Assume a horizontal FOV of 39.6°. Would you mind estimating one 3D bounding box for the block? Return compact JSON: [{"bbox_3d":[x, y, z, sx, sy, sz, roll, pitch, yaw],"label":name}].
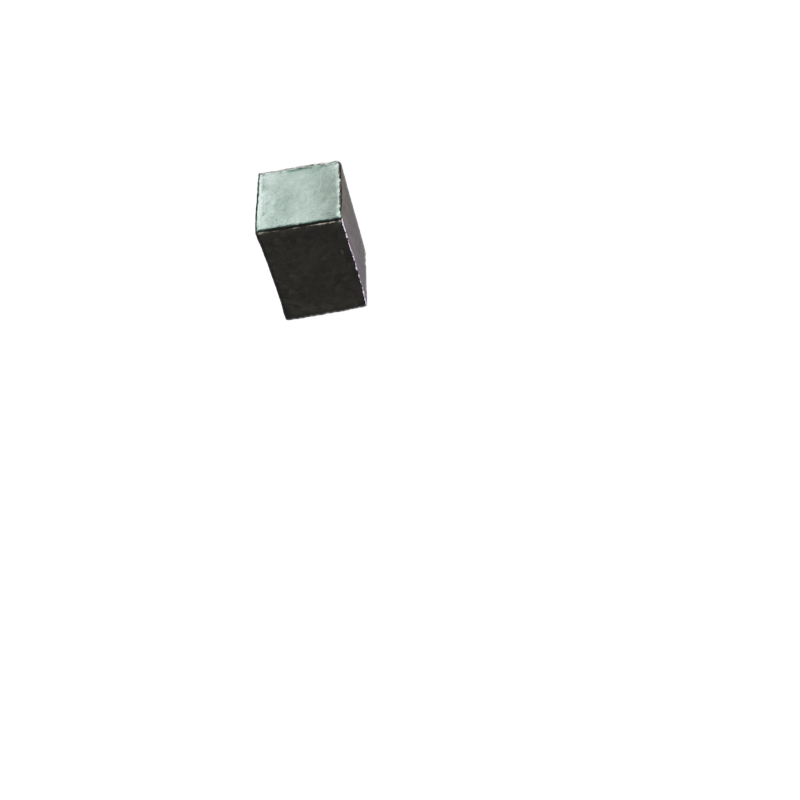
[{"bbox_3d":[-0.052,-0.095,0.665,0.053,0.055,0.072,-8,-43,6],"label":"block"}]
